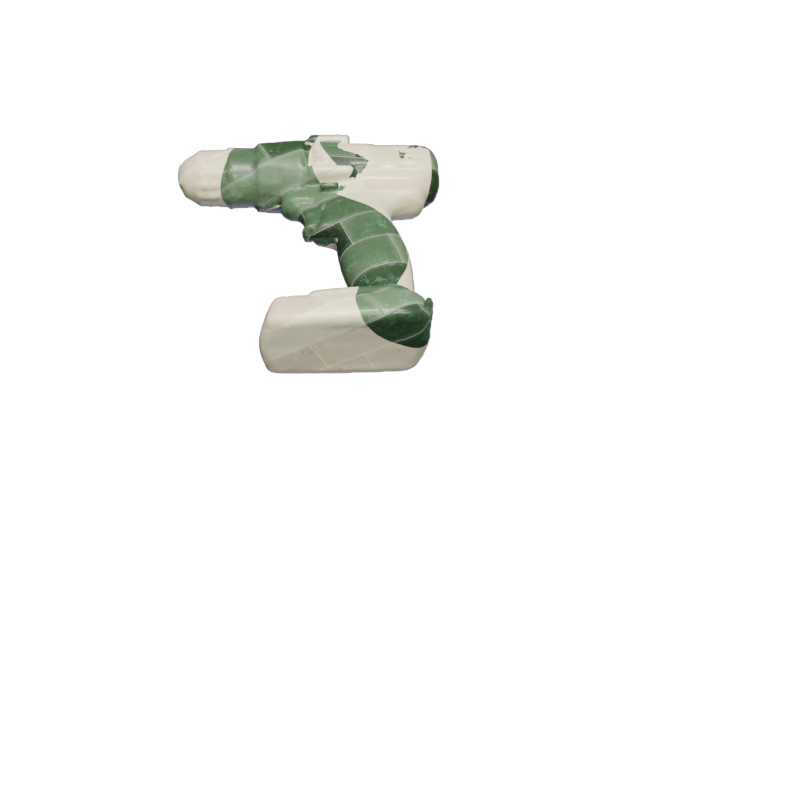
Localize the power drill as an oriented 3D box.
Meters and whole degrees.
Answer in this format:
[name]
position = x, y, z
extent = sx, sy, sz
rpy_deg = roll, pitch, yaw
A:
[power drill]
position = -0.058, -0.105, 0.736
extent = 0.184, 0.202, 0.053
rpy_deg = -3, -41, -3
